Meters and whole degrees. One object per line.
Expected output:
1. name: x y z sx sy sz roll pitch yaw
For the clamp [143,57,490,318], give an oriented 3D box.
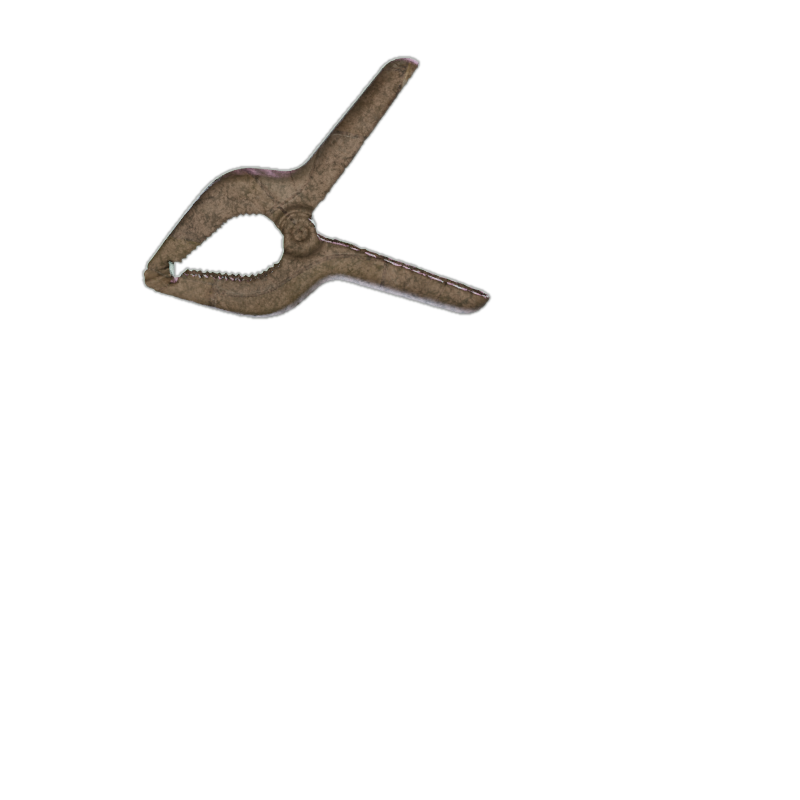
1. clamp: -0.054 -0.099 0.692 0.210 0.163 0.037 -24 5 2
